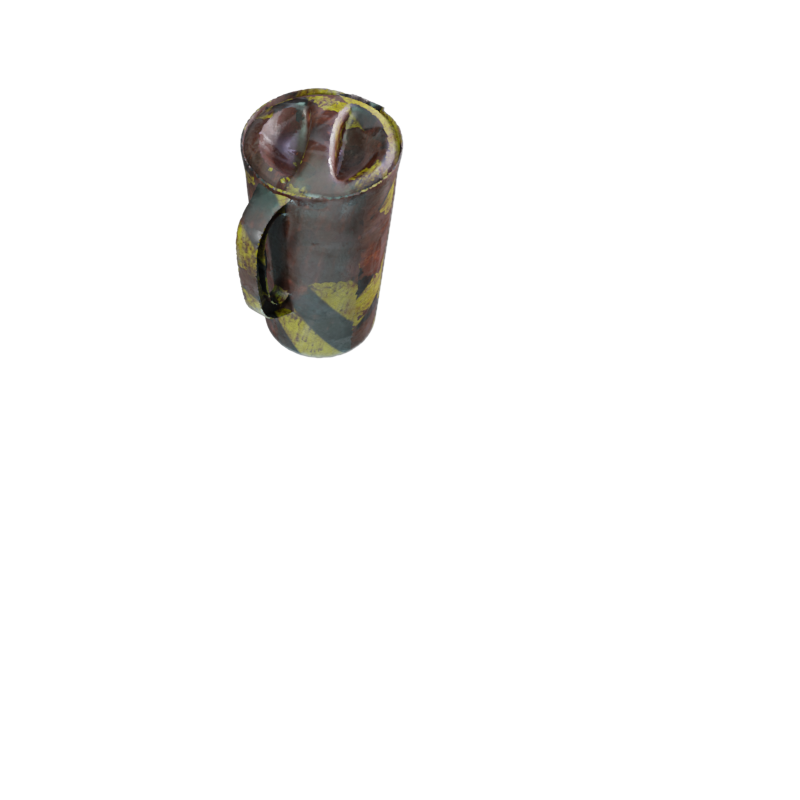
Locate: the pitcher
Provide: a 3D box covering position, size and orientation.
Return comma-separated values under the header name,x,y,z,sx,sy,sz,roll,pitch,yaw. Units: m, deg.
name,x,y,z,sx,sy,sz,roll,pitch,yaw
pitcher,-0.077,-0.141,0.984,0.148,0.156,0.227,-9,-37,-10
